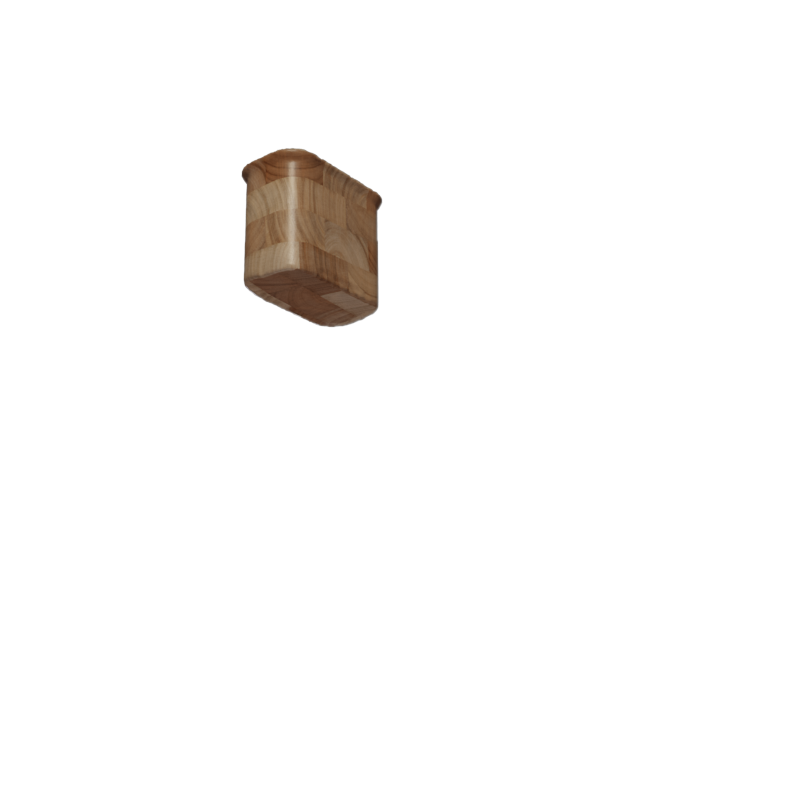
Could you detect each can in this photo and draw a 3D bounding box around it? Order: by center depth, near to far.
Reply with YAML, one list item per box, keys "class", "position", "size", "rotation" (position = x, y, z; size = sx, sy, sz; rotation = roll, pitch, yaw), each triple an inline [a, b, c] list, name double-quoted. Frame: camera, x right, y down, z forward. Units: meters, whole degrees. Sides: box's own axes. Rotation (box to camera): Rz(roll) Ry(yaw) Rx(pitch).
- class: "can"
  position: [-0.057, -0.104, 0.726]
  size: [0.058, 0.088, 0.095]
  rotation: [-19, -28, 34]
